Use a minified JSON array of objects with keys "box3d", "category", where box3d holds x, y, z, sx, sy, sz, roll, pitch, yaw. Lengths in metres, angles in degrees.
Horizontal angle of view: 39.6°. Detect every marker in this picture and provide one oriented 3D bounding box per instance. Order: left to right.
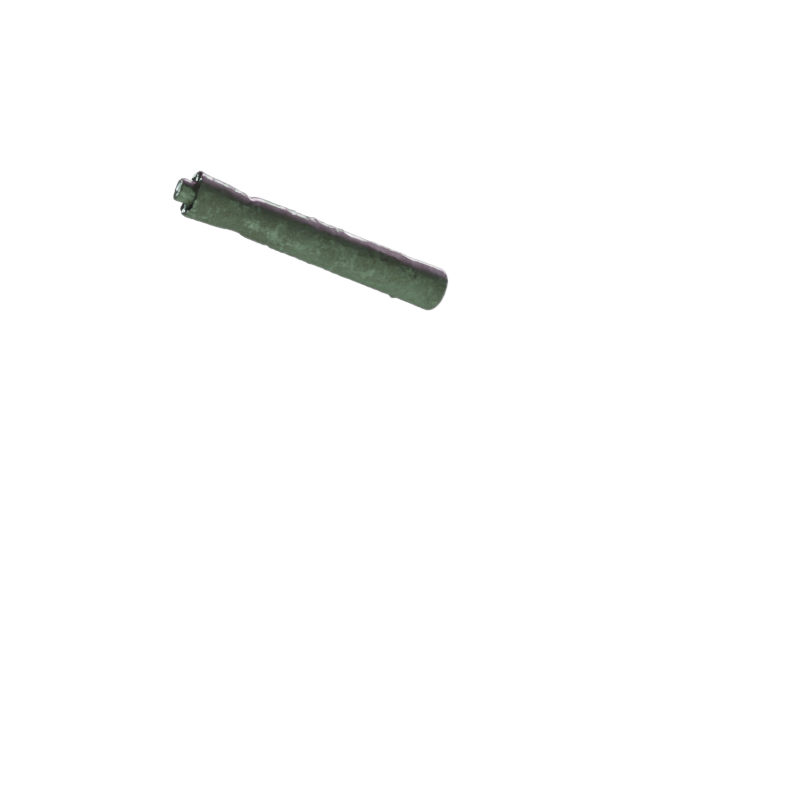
[{"box3d":[-0.035,-0.064,0.448,0.116,0.020,0.020,19,-5,-23],"category":"marker"}]
